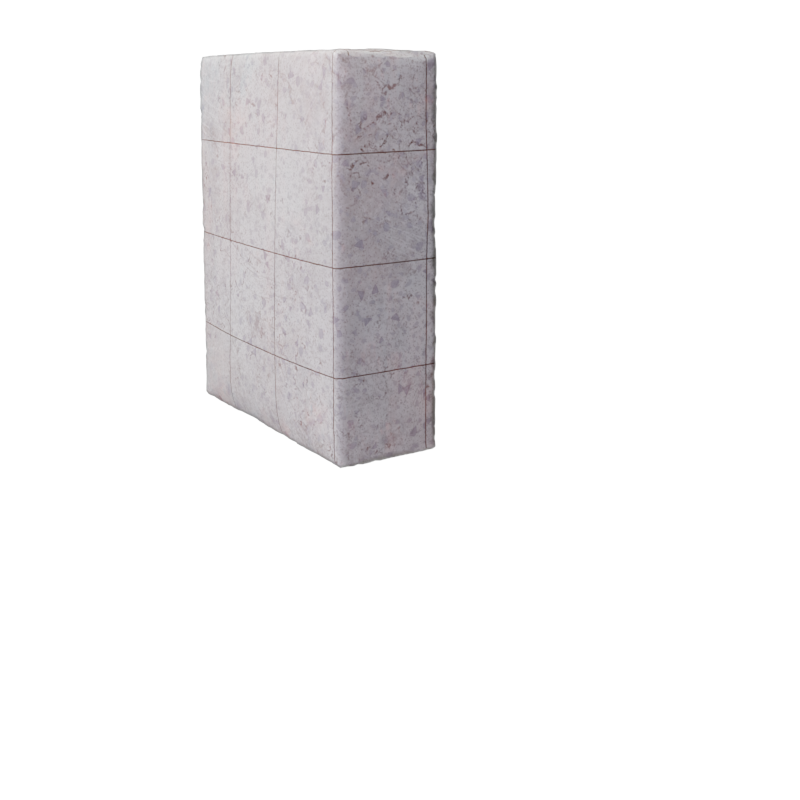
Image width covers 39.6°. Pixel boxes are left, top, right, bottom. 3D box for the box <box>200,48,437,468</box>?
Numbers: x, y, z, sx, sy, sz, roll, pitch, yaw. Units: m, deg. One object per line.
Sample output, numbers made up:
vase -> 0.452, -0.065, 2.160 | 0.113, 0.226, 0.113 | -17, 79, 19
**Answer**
box -> -0.050, -0.091, 0.635 | 0.070, 0.209, 0.173 | -5, 13, -32
